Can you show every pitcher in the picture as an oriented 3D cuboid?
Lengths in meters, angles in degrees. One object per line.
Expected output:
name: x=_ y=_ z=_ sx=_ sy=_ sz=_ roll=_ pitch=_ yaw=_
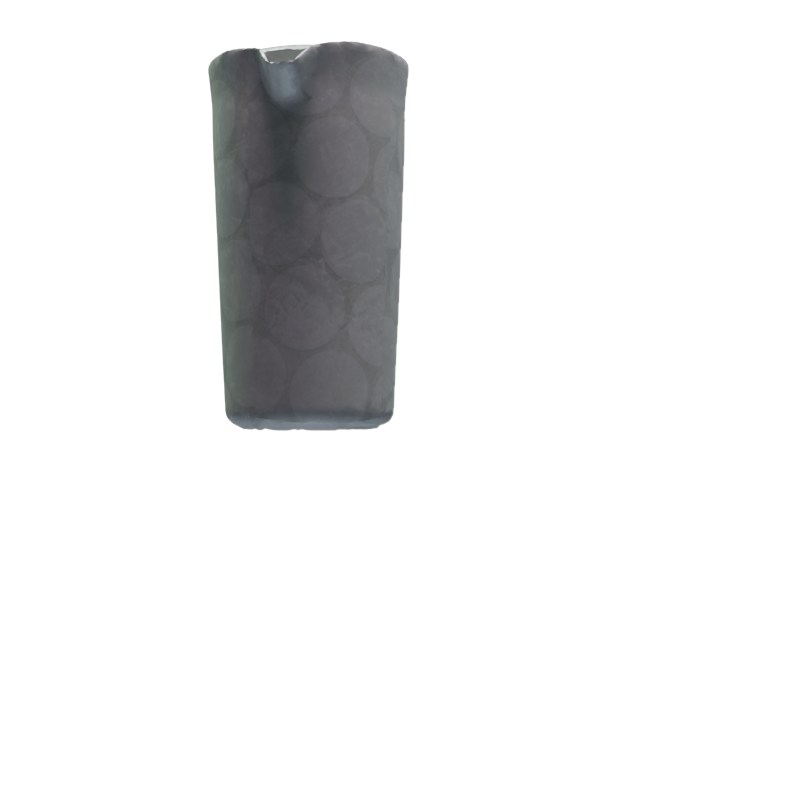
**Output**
pitcher: x=-0.057 y=-0.105 z=0.734 sx=0.143 sy=0.247 sz=0.149 roll=4 pitch=-7 yaw=-37
